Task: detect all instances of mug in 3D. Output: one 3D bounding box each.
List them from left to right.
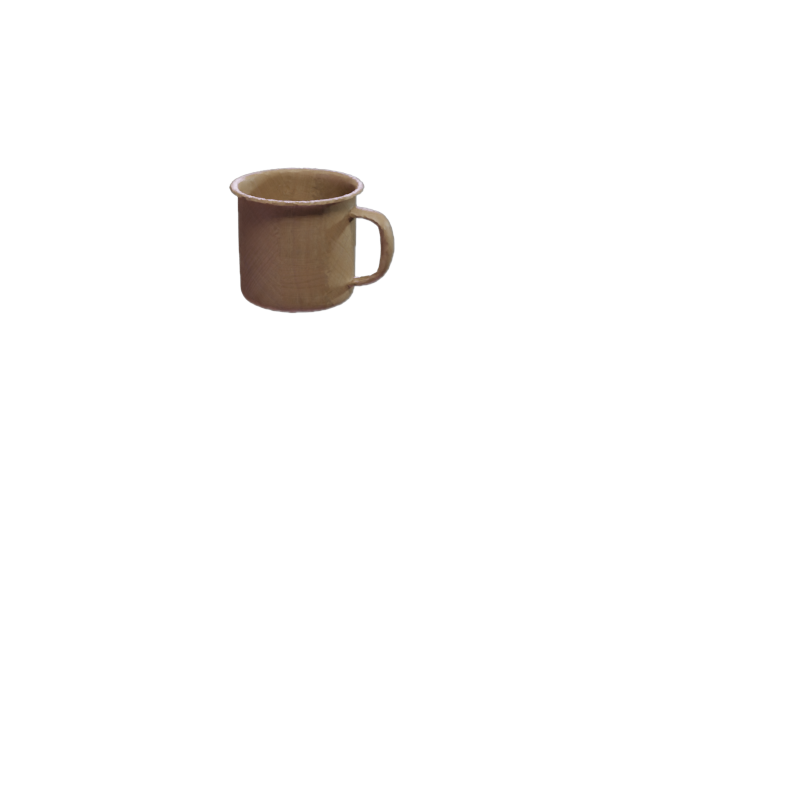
[{"bbox_3d":[-0.060,-0.110,0.770,0.120,0.078,0.095,8,24,16],"label":"mug"}]
